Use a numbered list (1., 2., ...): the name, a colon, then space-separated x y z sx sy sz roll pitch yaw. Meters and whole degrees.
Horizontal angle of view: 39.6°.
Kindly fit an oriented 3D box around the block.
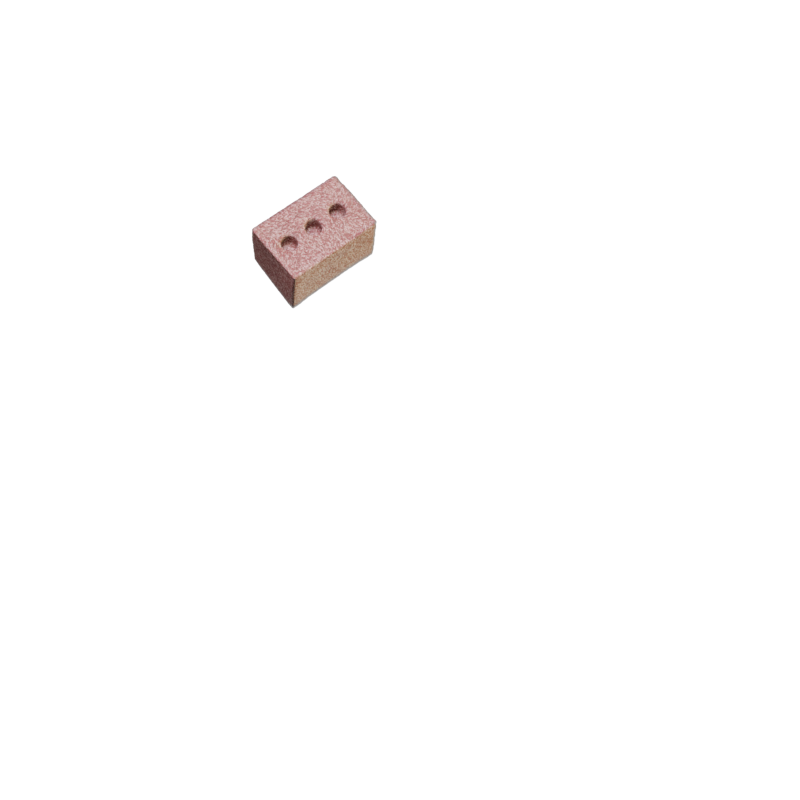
1. block: -0.064 -0.117 0.822 0.078 0.055 0.049 -36 -17 -15
